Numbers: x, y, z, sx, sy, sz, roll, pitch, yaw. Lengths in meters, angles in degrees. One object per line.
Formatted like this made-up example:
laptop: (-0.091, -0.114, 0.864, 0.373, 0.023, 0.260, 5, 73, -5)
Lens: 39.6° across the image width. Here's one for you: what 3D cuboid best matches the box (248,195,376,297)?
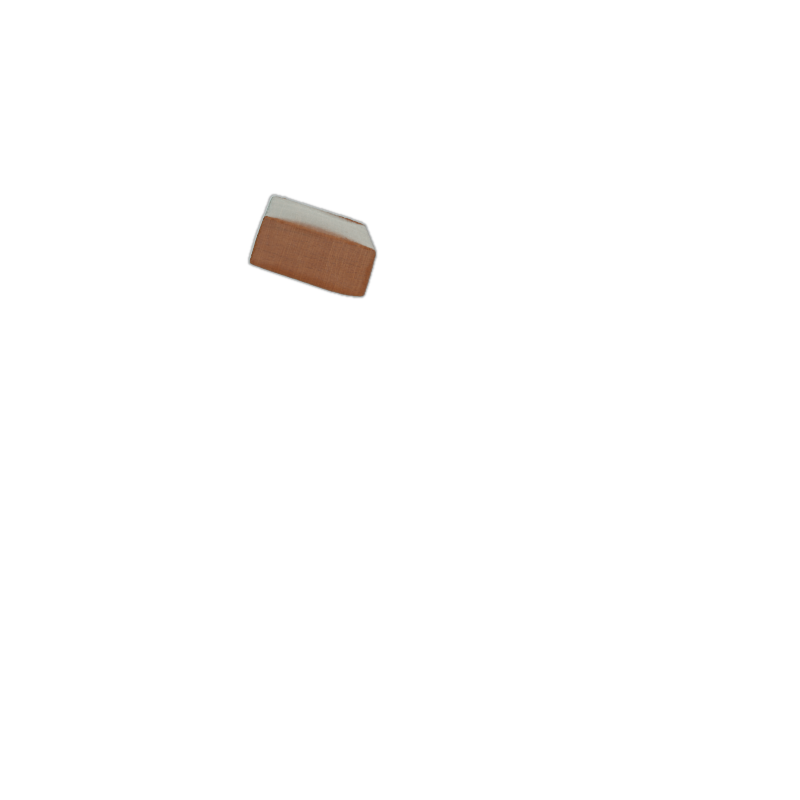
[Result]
box: (-0.072, -0.132, 0.920, 0.092, 0.047, 0.182, 17, 15, -8)
